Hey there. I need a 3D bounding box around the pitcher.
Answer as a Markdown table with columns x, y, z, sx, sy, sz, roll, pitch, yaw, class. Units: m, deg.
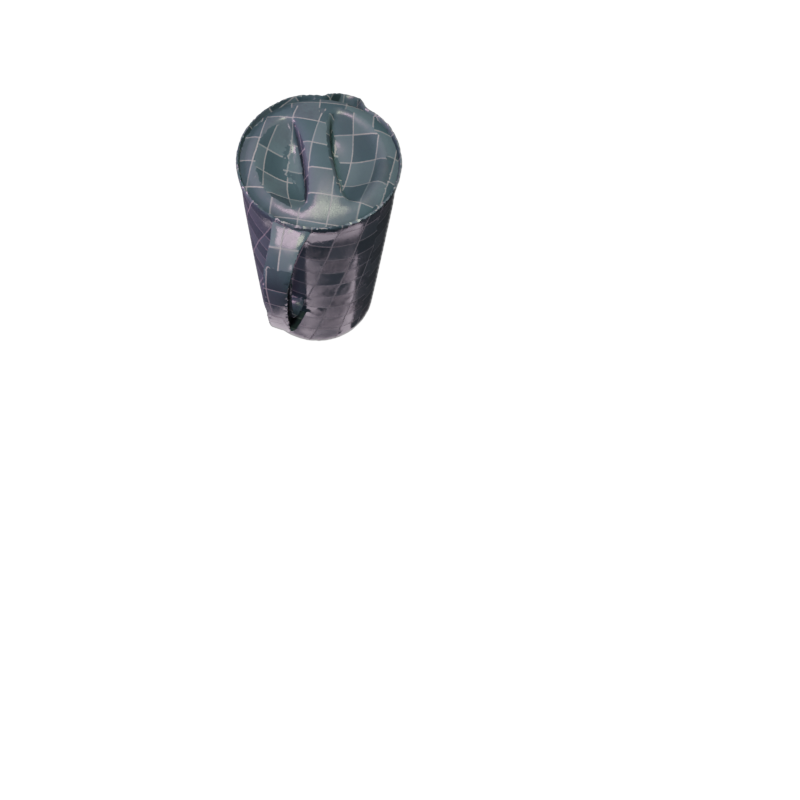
| x | y | z | sx | sy | sz | roll | pitch | yaw | class |
| --- | --- | --- | --- | --- | --- | --- | --- | --- | --- |
| -0.077 | -0.140 | 0.980 | 0.149 | 0.154 | 0.229 | -25 | -22 | -14 | pitcher |
